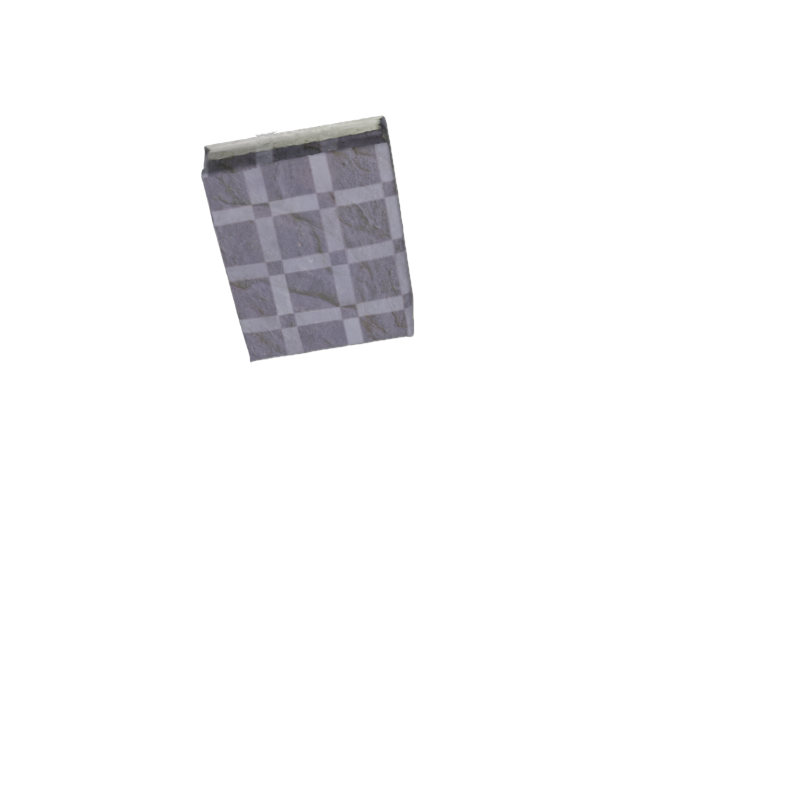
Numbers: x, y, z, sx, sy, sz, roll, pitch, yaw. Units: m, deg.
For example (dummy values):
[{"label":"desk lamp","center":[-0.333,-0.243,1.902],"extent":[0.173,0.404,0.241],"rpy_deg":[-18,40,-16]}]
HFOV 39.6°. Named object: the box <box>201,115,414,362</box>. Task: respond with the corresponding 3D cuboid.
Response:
[{"label":"box","center":[-0.043,-0.078,0.549],"extent":[0.090,0.106,0.041],"rpy_deg":[-8,30,4]}]
